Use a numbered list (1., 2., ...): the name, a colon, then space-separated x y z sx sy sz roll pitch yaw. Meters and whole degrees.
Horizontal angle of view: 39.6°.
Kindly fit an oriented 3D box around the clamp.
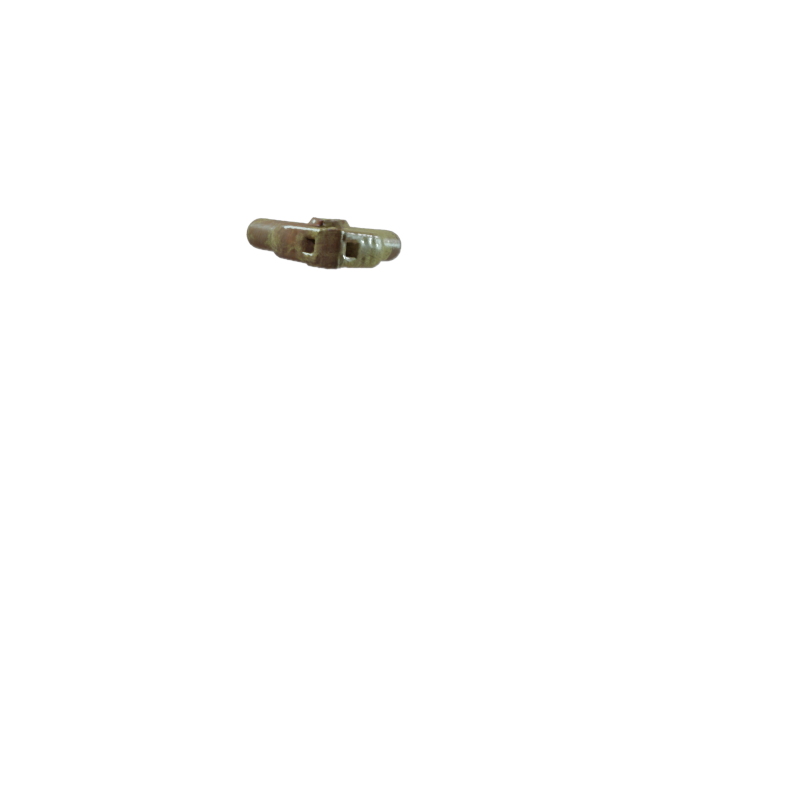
1. clamp: -0.063 -0.115 0.805 0.121 0.039 0.171 1 7 4
